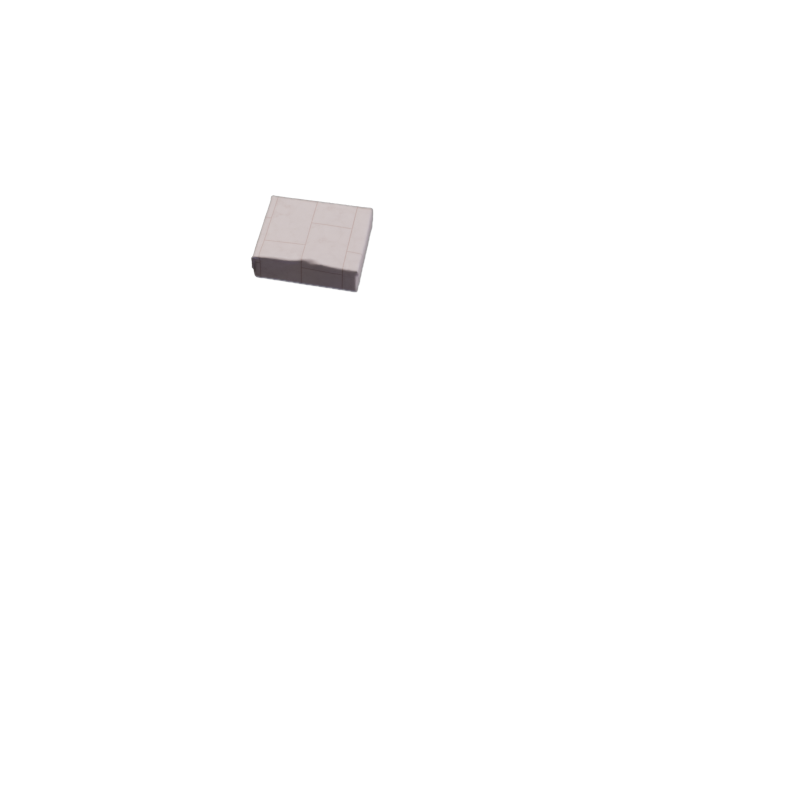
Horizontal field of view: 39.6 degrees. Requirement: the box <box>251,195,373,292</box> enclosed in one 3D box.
[{"bbox_3d":[-0.072,-0.131,0.917,0.090,0.077,0.028,8,-39,6],"label":"box"}]
